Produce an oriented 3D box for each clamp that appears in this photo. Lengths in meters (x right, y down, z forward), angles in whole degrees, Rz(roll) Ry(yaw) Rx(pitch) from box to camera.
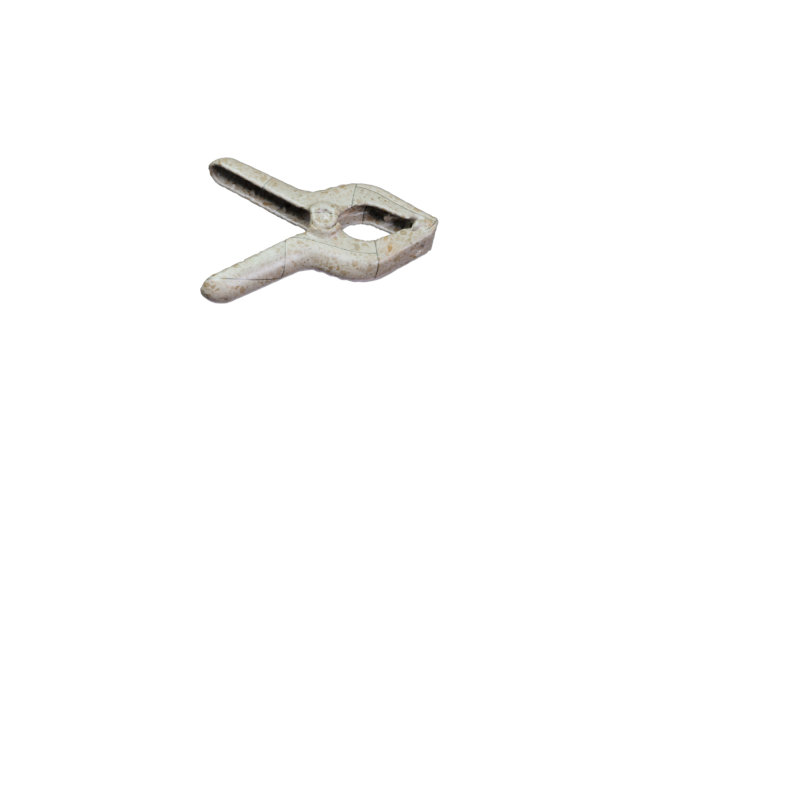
[{"bbox_3d":[-0.061,-0.112,0.783,0.172,0.127,0.037,7,-27,4],"label":"clamp"}]
